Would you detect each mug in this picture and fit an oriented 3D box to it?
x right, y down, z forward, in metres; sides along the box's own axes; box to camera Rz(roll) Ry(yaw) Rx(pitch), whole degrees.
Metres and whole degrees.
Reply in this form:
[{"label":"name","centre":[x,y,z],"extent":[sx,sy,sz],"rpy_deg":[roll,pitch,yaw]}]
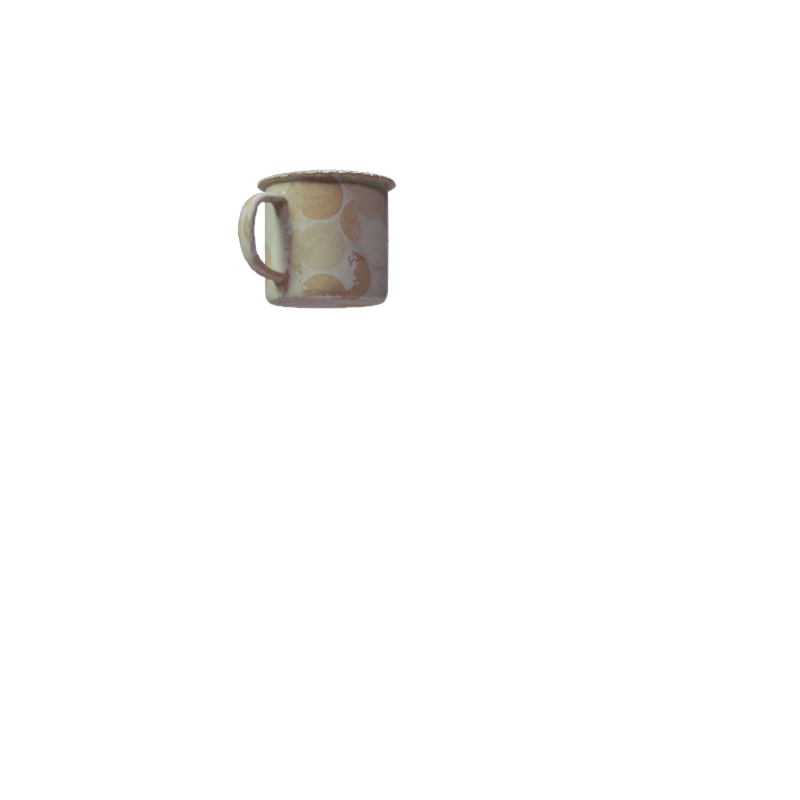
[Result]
[{"label":"mug","centre":[-0.057,-0.104,0.730],"extent":[0.096,0.083,0.112],"rpy_deg":[-4,-5,44]}]
